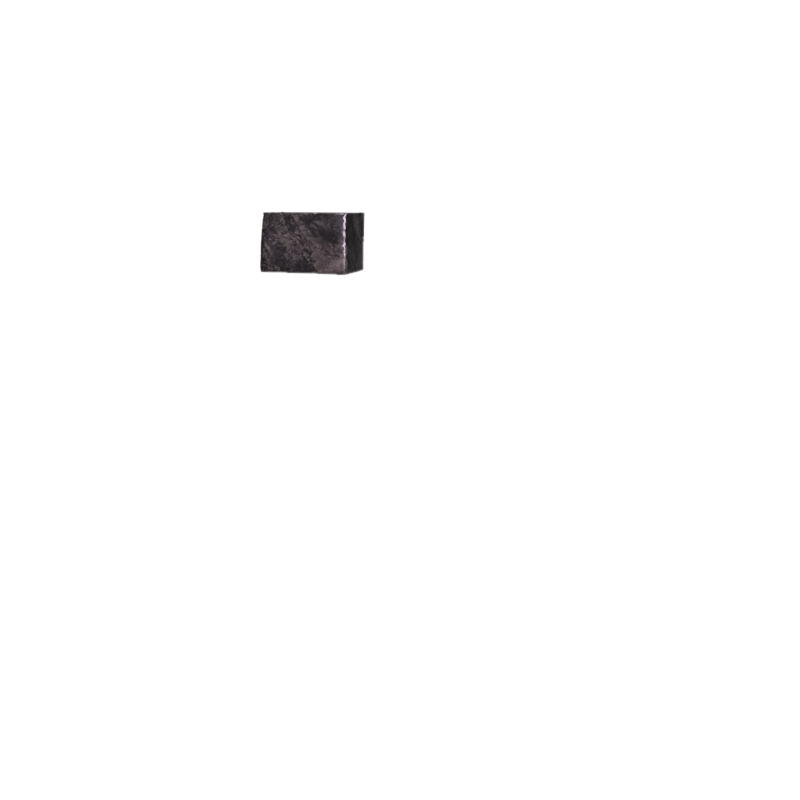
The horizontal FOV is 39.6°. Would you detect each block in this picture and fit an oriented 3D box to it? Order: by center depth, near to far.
[{"bbox_3d":[-0.074,-0.135,0.948,0.080,0.051,0.052,3,8,18],"label":"block"}]
